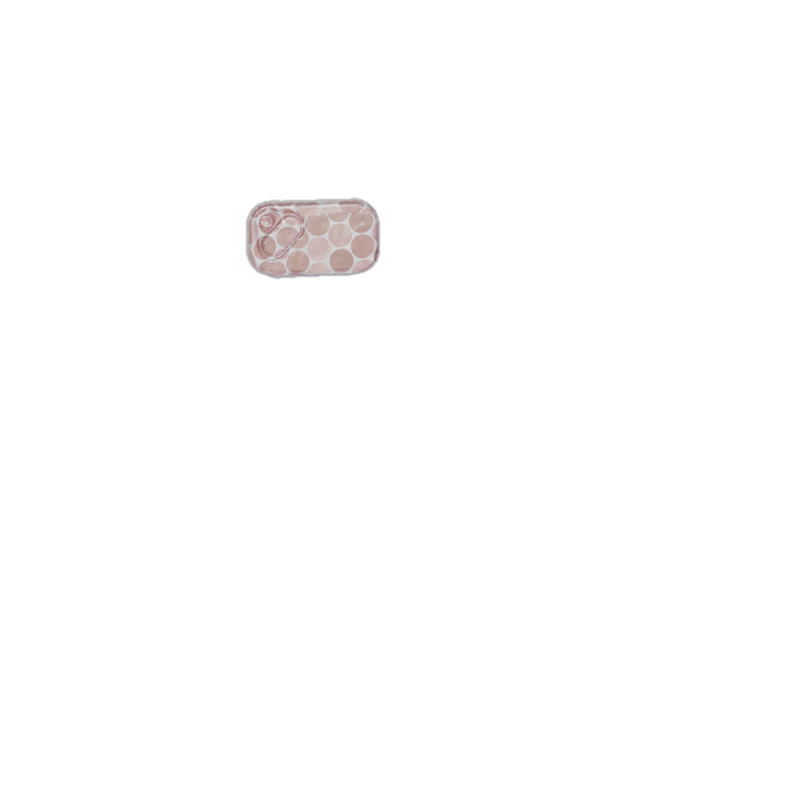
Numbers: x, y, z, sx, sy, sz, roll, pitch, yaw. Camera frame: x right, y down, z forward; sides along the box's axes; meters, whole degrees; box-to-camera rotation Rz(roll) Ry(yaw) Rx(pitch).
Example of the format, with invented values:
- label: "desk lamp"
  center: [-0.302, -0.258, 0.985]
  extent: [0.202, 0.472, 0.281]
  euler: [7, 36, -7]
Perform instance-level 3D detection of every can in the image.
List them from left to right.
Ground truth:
- label: "can"
  center: [-0.070, -0.127, 0.893]
  extent: [0.102, 0.058, 0.084]
  euler: [-2, 1, -2]
